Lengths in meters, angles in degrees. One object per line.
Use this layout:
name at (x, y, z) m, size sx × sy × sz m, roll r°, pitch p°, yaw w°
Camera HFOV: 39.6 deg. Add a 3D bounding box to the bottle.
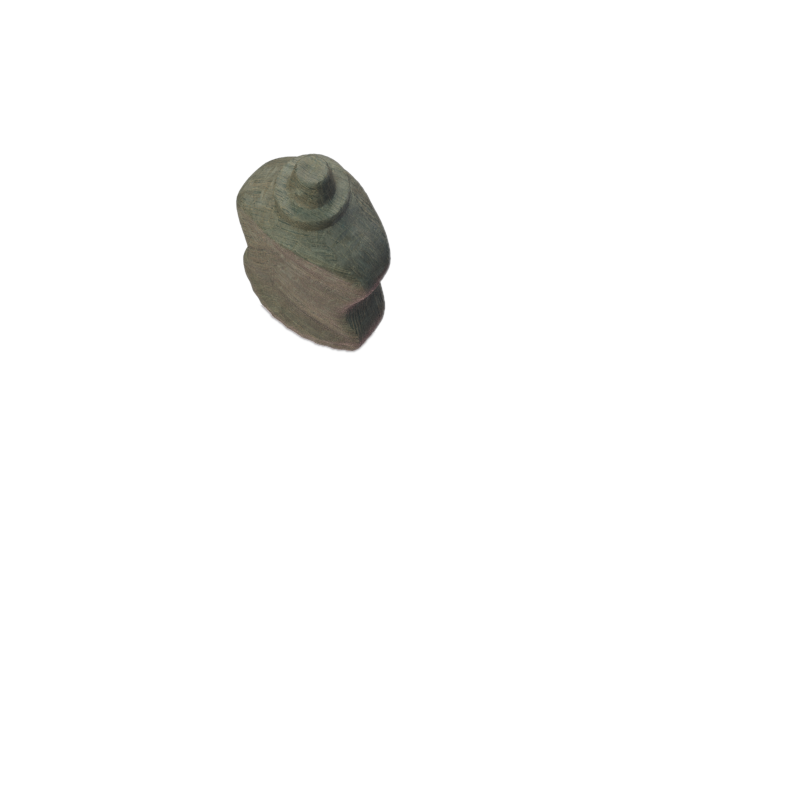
bottle at (-0.051, -0.093, 0.651) m, size 0.099 × 0.059 × 0.183 m, roll 38°, pitch -15°, yaw 8°
